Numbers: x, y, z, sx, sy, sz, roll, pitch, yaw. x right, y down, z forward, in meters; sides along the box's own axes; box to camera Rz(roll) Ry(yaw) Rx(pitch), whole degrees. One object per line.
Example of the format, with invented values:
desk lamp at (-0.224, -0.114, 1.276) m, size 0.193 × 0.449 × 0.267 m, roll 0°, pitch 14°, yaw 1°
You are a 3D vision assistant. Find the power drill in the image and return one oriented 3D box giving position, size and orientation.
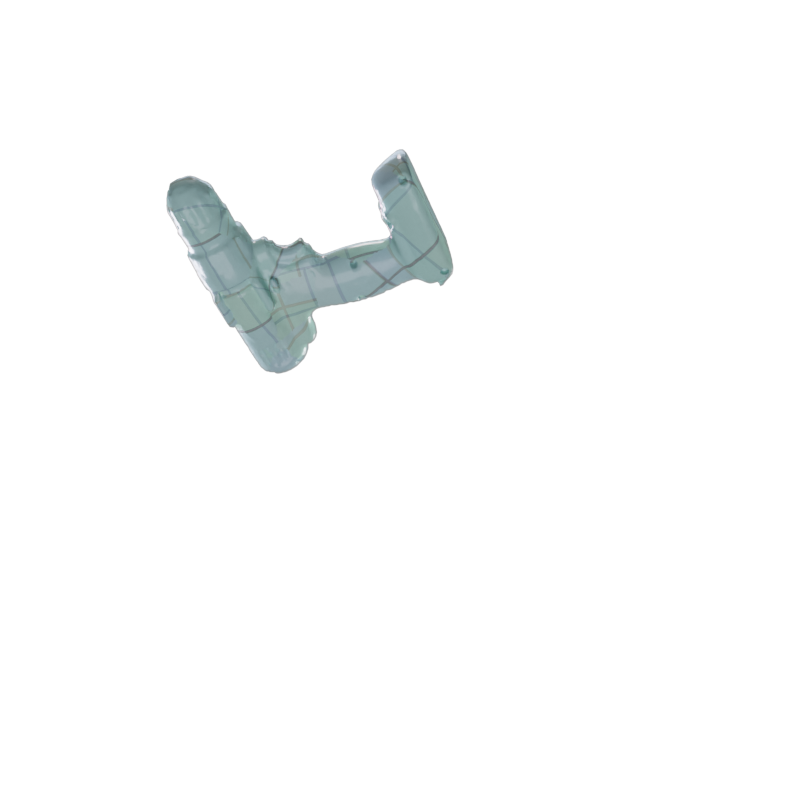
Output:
power drill at (-0.067, -0.123, 0.860) m, size 0.188 × 0.172 × 0.061 m, roll -21°, pitch 31°, yaw 13°
